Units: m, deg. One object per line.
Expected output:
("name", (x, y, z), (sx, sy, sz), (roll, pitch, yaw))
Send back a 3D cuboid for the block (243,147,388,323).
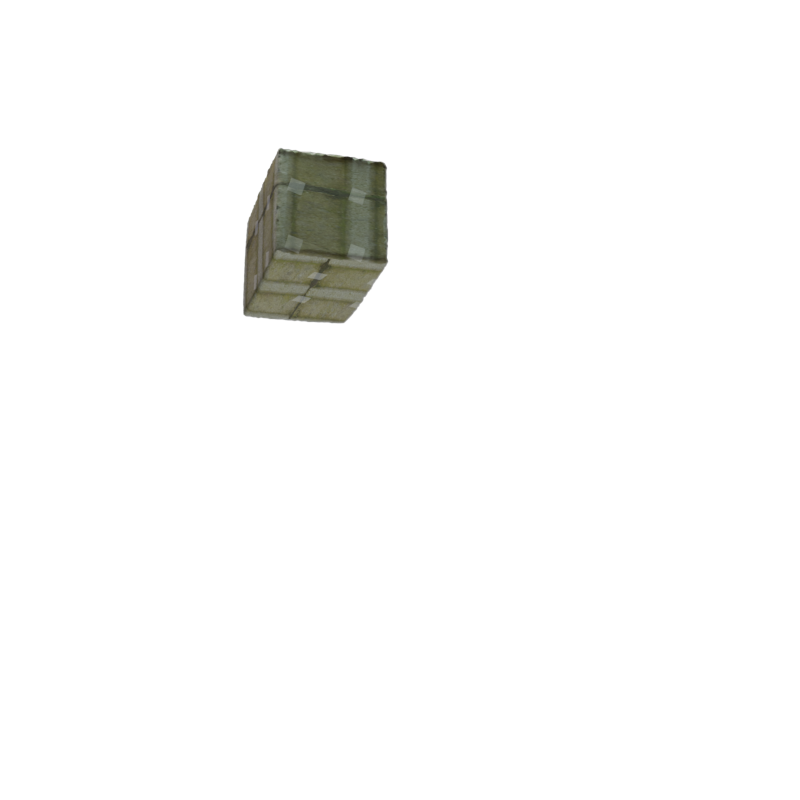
("block", (-0.041, -0.074, 0.520), (0.051, 0.054, 0.076), (6, -22, -16))
